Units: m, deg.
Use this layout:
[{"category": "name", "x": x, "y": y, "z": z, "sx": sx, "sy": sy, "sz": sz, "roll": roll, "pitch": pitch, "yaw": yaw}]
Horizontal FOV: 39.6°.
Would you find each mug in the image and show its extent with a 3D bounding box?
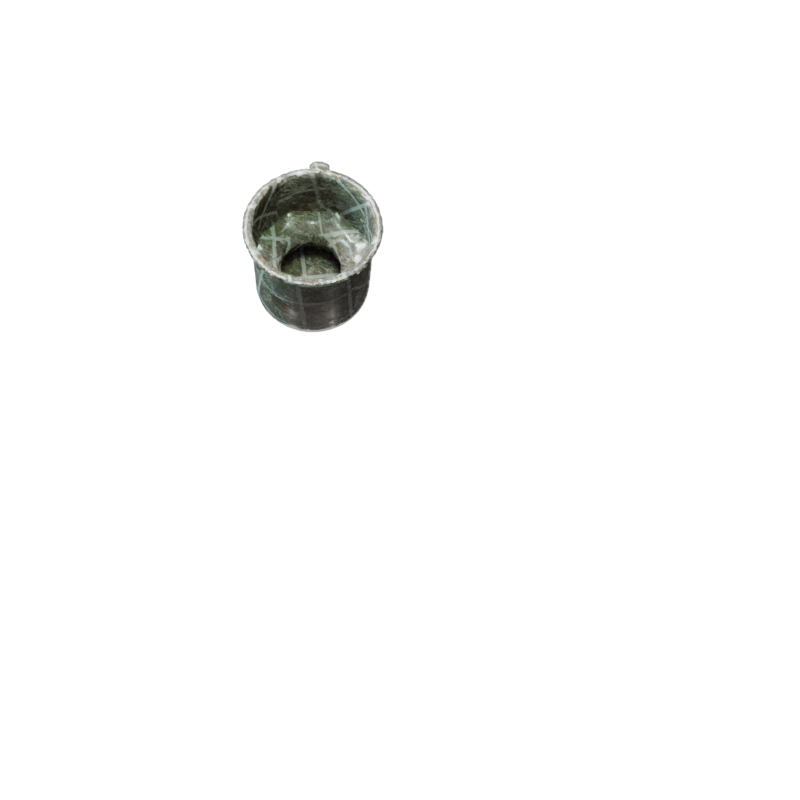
[{"category": "mug", "x": -0.060, "y": -0.110, "z": 0.771, "sx": 0.093, "sy": 0.125, "sz": 0.077, "roll": 1, "pitch": -29, "yaw": -1}]
